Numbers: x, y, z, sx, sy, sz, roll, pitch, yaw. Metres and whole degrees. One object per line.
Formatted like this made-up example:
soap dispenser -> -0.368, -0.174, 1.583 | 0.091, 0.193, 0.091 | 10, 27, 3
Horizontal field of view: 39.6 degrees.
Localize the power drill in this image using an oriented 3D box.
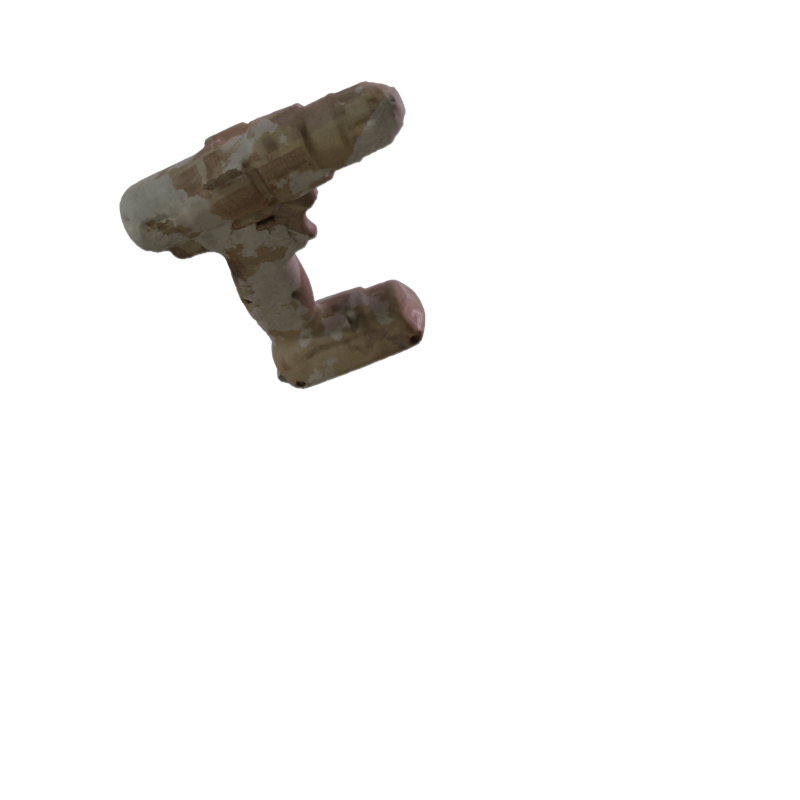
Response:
power drill -> -0.055, -0.099, 0.697 | 0.185, 0.062, 0.174 | -20, -51, 17
